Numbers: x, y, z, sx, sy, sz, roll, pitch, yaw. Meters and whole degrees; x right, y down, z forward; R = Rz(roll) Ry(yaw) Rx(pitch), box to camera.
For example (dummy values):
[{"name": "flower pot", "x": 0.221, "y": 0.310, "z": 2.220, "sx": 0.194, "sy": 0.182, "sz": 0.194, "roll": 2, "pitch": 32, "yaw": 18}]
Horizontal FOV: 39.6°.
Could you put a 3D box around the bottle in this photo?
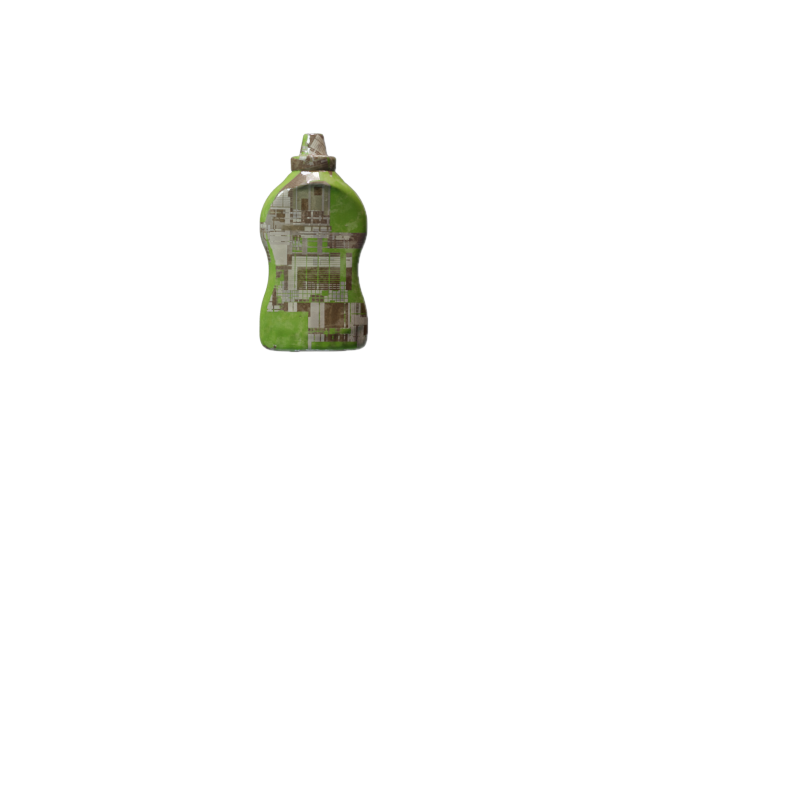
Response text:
[{"name": "bottle", "x": -0.077, "y": -0.141, "z": 0.987, "sx": 0.095, "sy": 0.191, "sz": 0.059, "roll": 0, "pitch": 2, "yaw": -4}]
